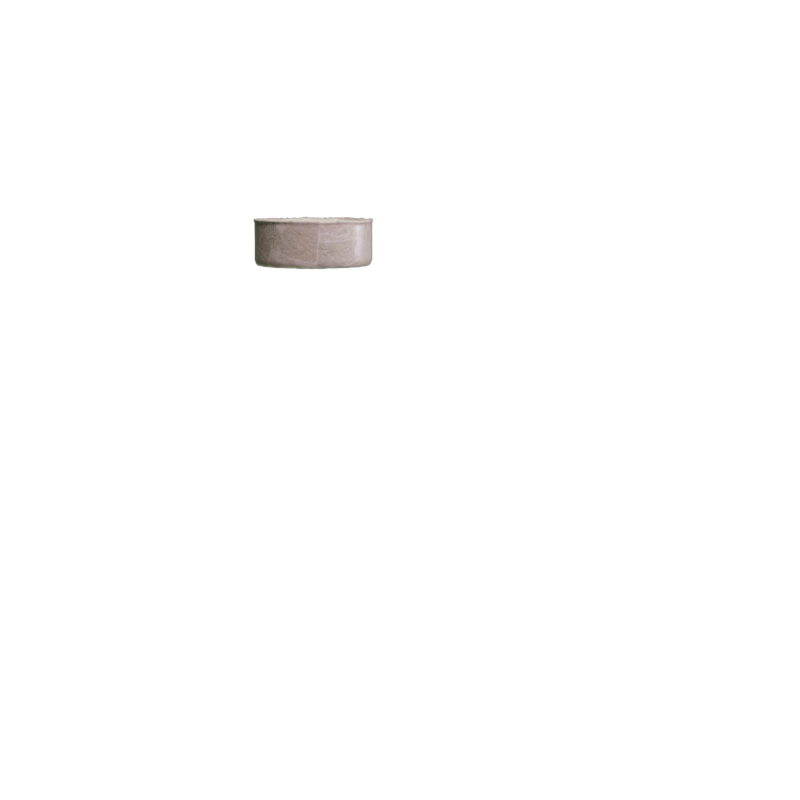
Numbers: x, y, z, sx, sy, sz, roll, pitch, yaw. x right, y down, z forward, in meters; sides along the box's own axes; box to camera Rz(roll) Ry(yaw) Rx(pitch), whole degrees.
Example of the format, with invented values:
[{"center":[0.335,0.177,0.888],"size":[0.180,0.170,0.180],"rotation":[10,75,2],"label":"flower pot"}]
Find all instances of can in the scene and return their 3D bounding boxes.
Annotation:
[{"center":[-0.062,-0.113,0.793],"size":[0.086,0.033,0.087],"rotation":[0,10,-2],"label":"can"}]
